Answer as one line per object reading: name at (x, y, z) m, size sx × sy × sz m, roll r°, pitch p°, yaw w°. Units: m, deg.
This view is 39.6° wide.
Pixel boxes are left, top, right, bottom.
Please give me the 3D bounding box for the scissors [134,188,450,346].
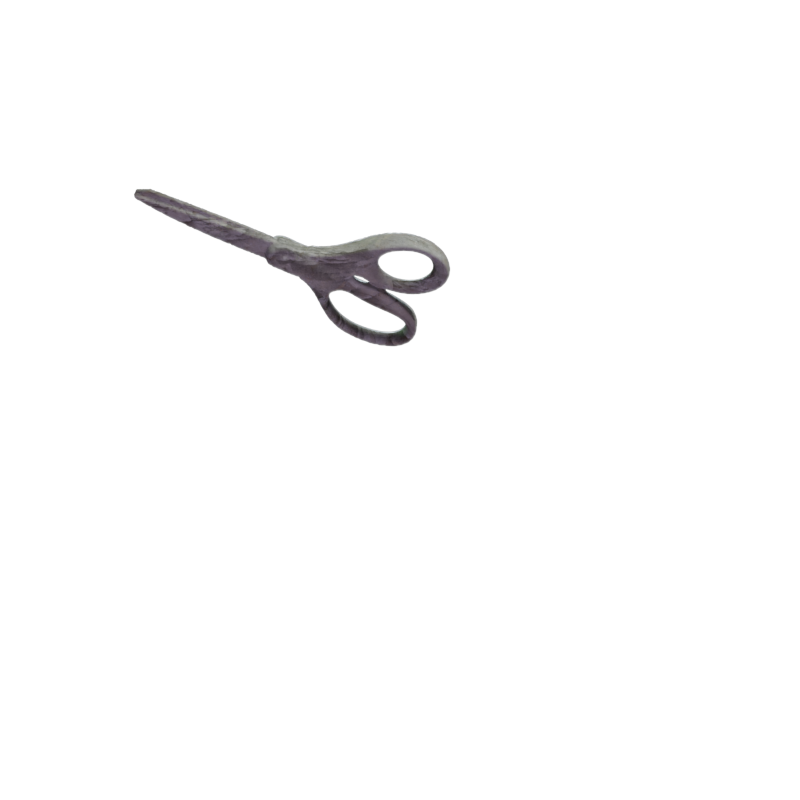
scissors at (-0.052, -0.096, 0.670) m, size 0.190 × 0.017 × 0.095 m, roll 35°, pitch -55°, yaw -29°
